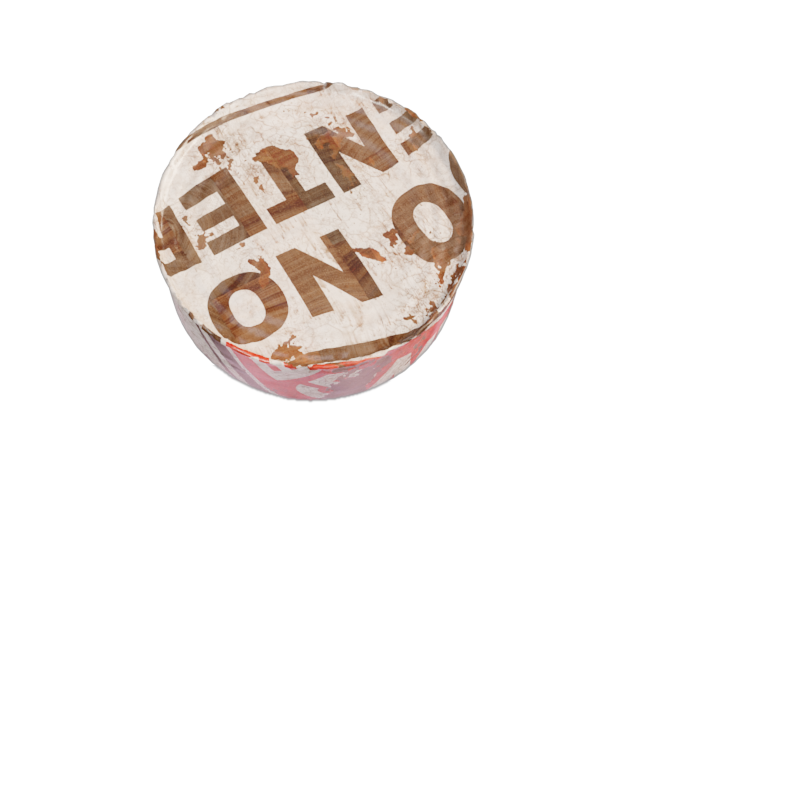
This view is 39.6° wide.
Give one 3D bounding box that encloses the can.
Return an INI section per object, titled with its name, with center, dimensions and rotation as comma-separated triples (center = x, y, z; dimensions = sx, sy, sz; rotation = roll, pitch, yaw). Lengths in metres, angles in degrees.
[can]
center = -0.024, -0.044, 0.310
dimensions = 0.086, 0.091, 0.032
rotation = -1, -23, -1
